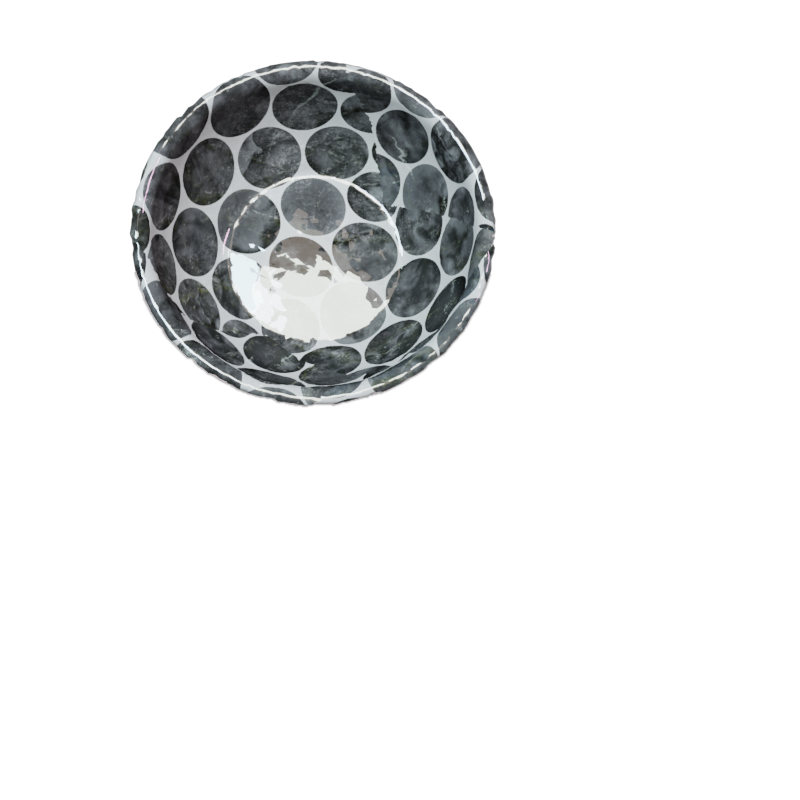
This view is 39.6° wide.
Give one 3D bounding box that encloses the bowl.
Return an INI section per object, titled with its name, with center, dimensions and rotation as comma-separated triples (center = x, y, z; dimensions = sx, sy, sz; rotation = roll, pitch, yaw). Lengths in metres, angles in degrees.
[bowl]
center = -0.040, -0.073, 0.515
dimensions = 0.162, 0.169, 0.053
rotation = -1, -17, -1
